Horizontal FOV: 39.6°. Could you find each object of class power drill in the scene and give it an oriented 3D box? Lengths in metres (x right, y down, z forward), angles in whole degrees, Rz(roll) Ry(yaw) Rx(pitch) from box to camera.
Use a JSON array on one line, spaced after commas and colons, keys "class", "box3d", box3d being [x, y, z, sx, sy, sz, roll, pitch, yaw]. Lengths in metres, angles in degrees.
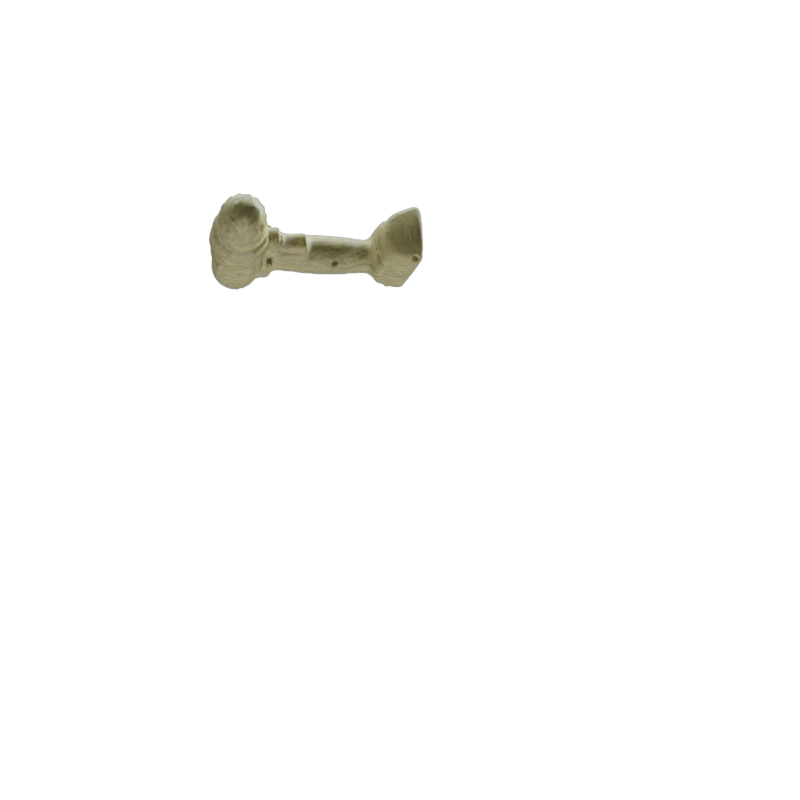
[{"class": "power drill", "box3d": [-0.078, -0.143, 0.999, 0.186, 0.059, 0.181, 1, -8, -9]}]
